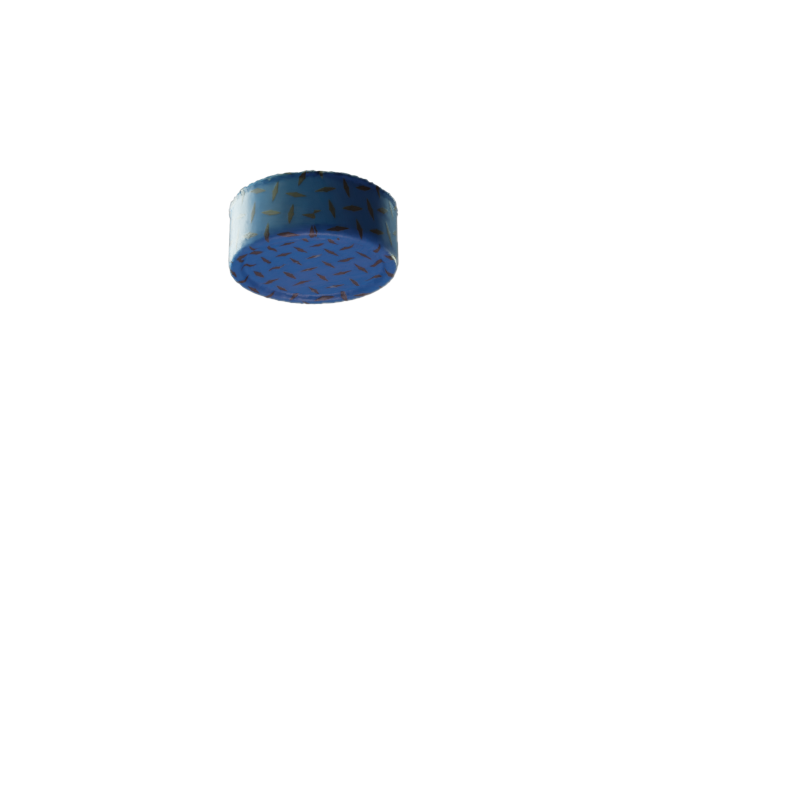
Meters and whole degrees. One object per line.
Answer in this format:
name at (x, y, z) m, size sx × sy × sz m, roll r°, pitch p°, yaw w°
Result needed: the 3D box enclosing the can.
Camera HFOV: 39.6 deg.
can at (-0.043, -0.079, 0.555) m, size 0.086 × 0.035 × 0.082 m, roll 0°, pitch -21°, yaw -2°
